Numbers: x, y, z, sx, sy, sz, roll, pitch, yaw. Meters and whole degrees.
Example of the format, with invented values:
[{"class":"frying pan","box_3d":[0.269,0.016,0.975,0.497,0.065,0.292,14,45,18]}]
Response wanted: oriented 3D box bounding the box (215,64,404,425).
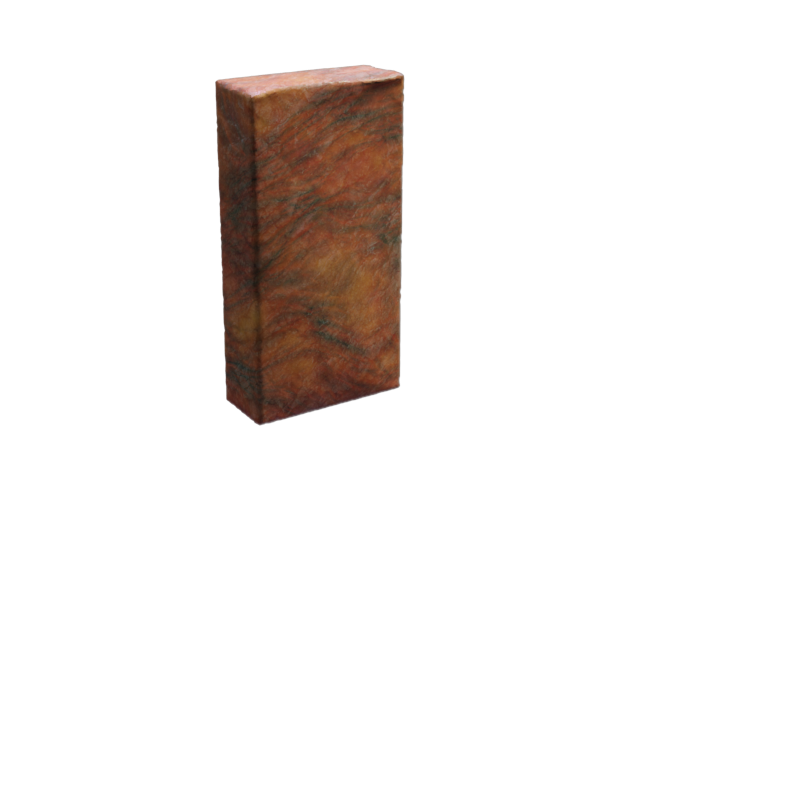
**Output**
[{"class":"box","box_3d":[-0.046,-0.083,0.584,0.091,0.168,0.051,-13,25,-31]}]
